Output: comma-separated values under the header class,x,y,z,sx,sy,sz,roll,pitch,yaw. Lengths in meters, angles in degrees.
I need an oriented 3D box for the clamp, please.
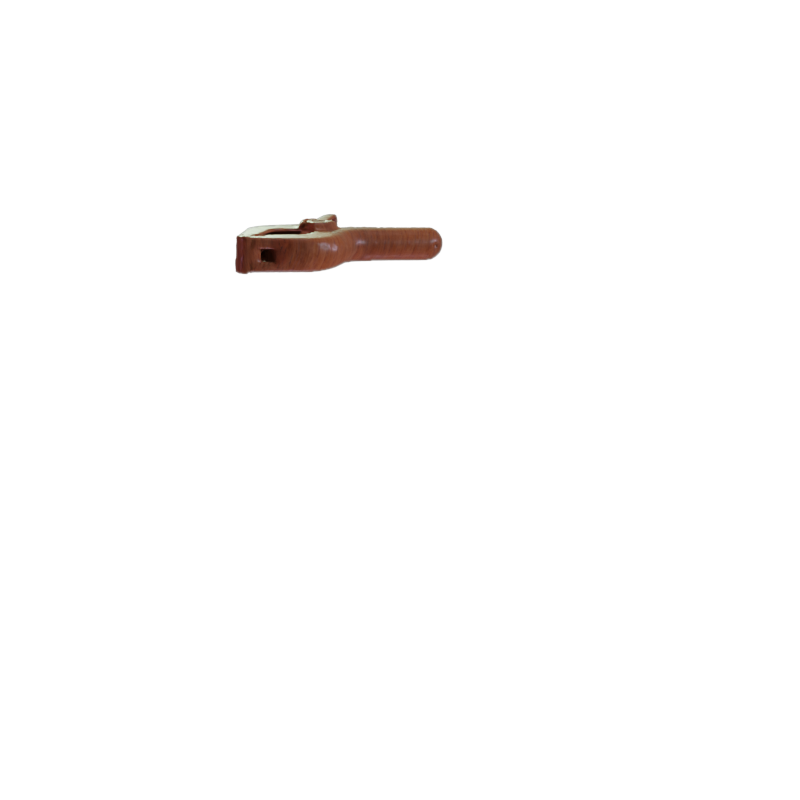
class,x,y,z,sx,sy,sz,roll,pitch,yaw
clamp,-0.066,-0.120,0.841,0.166,0.039,0.126,-9,13,-41
